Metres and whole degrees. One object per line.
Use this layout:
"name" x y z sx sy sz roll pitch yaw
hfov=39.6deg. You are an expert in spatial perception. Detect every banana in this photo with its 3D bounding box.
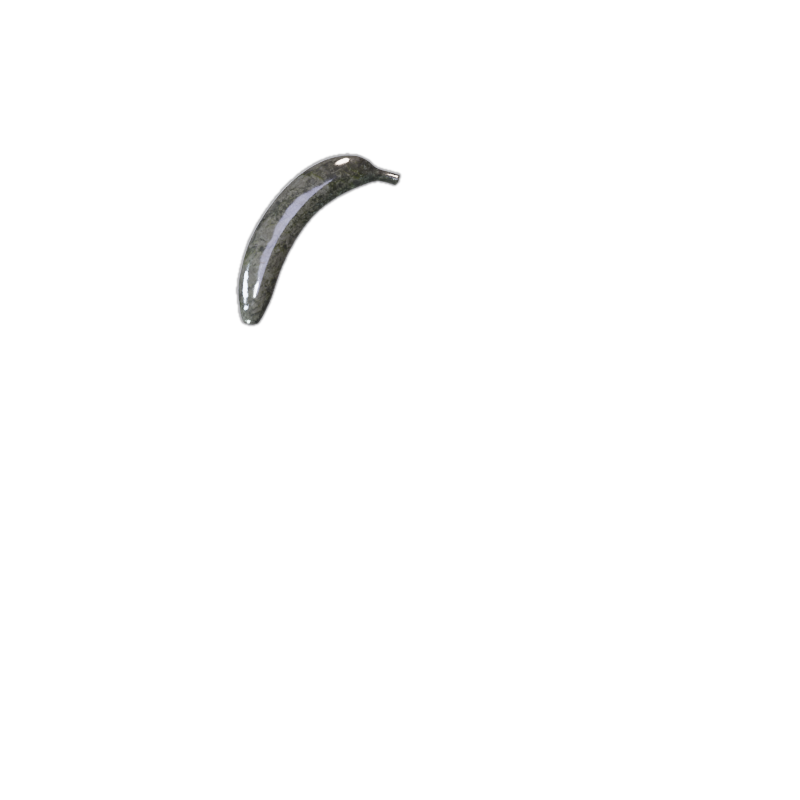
"banana" -0.088 -0.157 0.995 0.071 0.199 0.036 43 -10 7
